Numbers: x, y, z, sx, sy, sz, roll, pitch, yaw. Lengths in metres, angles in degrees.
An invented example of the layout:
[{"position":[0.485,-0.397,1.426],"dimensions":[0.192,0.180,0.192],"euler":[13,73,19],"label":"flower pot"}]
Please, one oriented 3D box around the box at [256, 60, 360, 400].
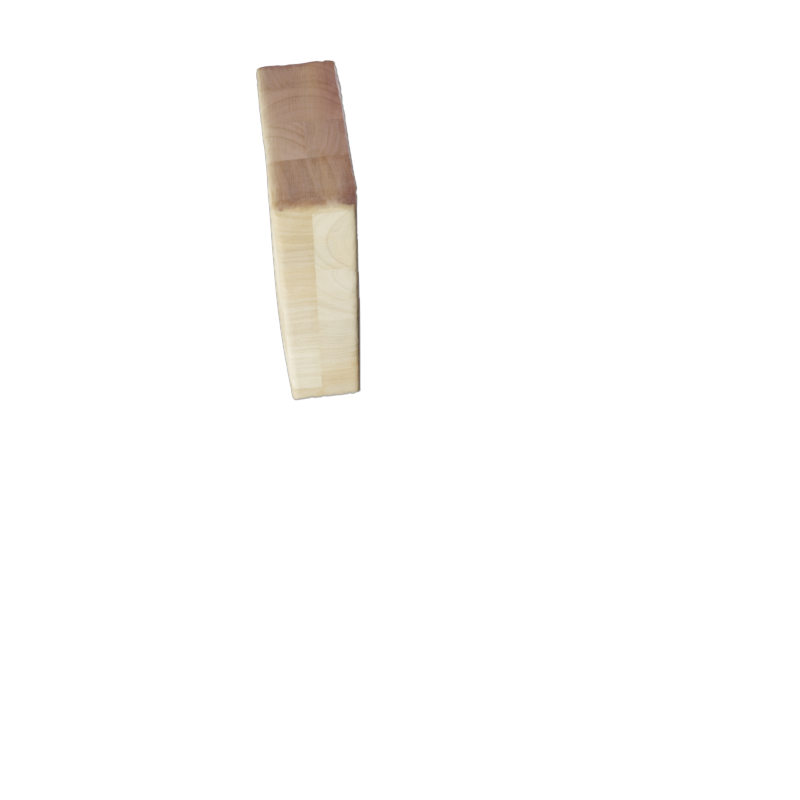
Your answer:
[{"position":[-0.045,-0.083,0.582],"dimensions":[0.048,0.100,0.165],"euler":[-5,-30,-7],"label":"box"}]
